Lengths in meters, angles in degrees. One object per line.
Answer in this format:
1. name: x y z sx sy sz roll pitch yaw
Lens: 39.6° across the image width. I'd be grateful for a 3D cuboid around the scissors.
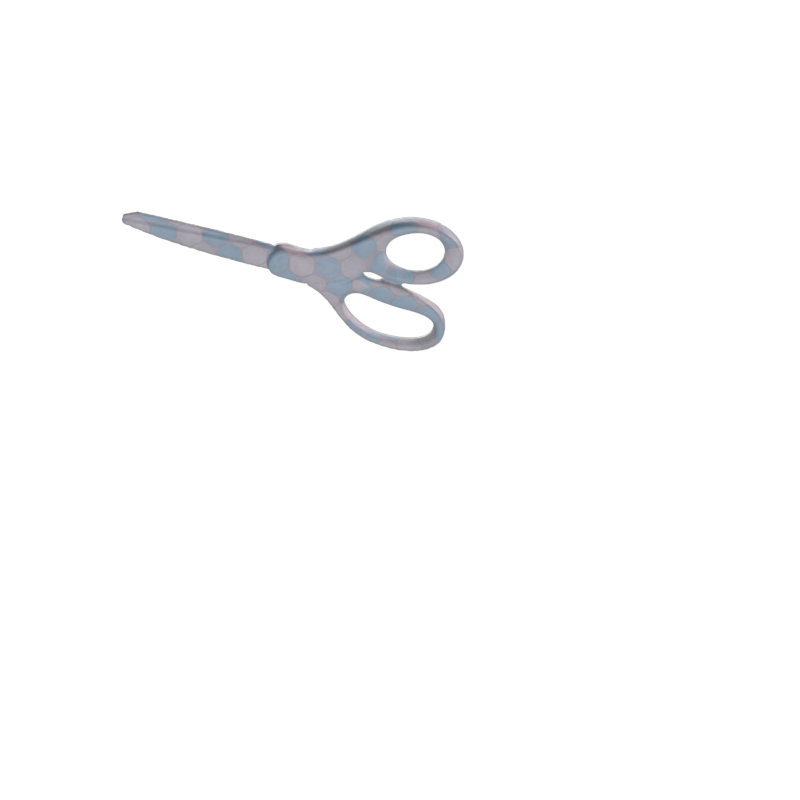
1. scissors: -0.050 -0.092 0.642 0.194 0.094 0.017 28 27 -16
